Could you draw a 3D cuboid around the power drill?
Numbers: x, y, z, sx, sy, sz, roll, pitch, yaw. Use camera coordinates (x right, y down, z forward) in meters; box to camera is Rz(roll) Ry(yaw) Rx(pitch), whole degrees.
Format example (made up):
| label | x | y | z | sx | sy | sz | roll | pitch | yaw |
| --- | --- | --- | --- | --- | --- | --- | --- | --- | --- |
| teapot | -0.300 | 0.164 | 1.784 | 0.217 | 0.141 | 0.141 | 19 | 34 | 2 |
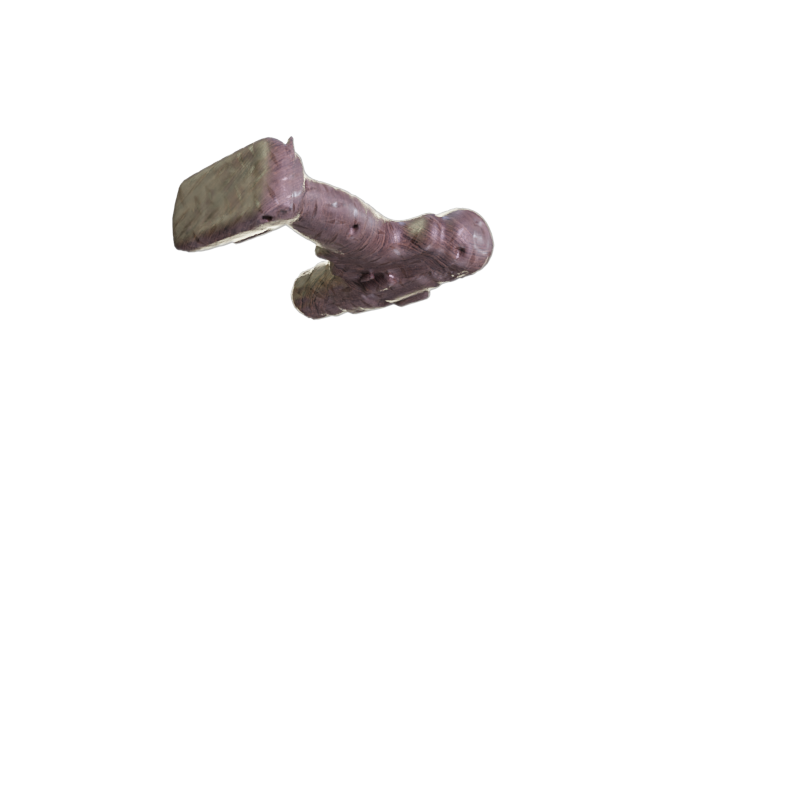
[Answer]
| label | x | y | z | sx | sy | sz | roll | pitch | yaw |
| --- | --- | --- | --- | --- | --- | --- | --- | --- | --- |
| power drill | -0.059 | -0.108 | 0.758 | 0.177 | 0.060 | 0.187 | 16 | -23 | -42 |
